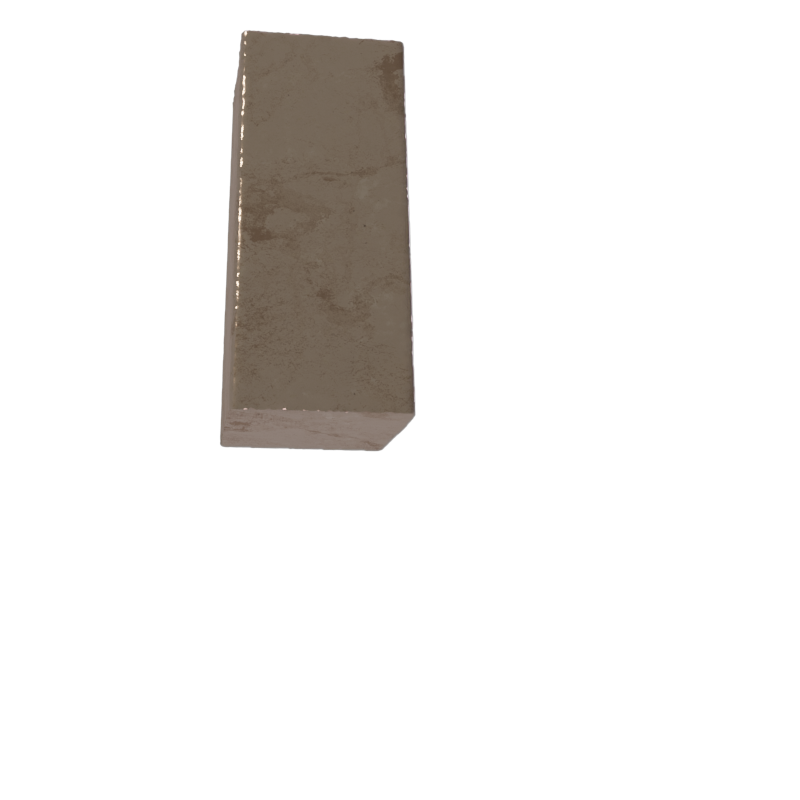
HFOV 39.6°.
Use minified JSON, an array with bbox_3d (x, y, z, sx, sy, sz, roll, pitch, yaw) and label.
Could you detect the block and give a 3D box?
[{"bbox_3d":[-0.046,-0.085,0.596,0.090,0.216,0.087,2,-20,-9],"label":"block"}]
